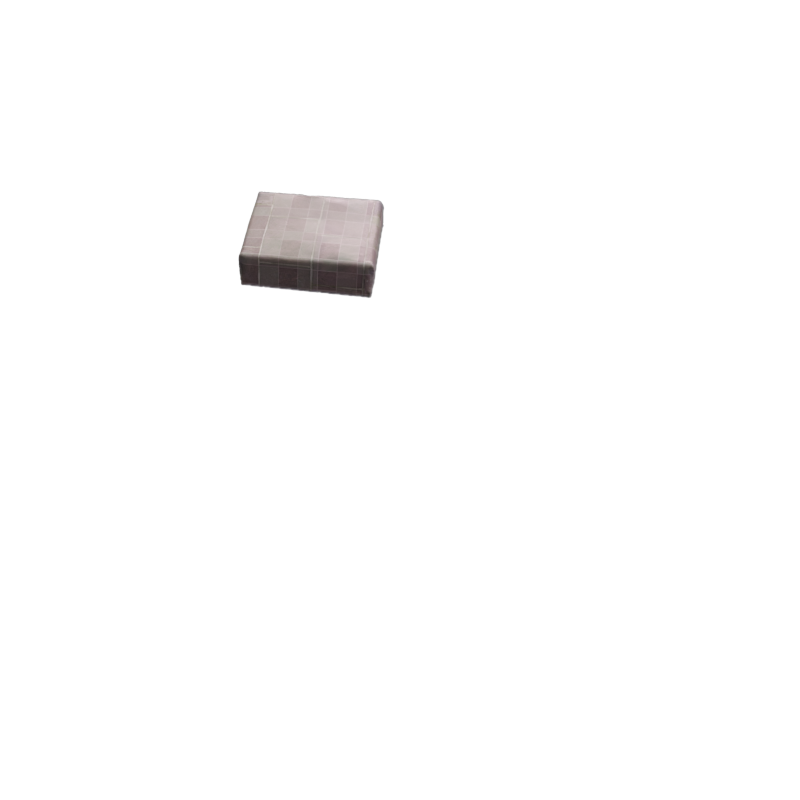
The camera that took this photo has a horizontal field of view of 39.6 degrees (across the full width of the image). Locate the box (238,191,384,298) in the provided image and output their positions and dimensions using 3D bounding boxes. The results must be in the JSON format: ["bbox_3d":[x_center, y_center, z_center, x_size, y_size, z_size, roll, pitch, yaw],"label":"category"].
[{"bbox_3d":[-0.058,-0.106,0.744,0.090,0.028,0.078,5,42,5],"label":"box"}]
